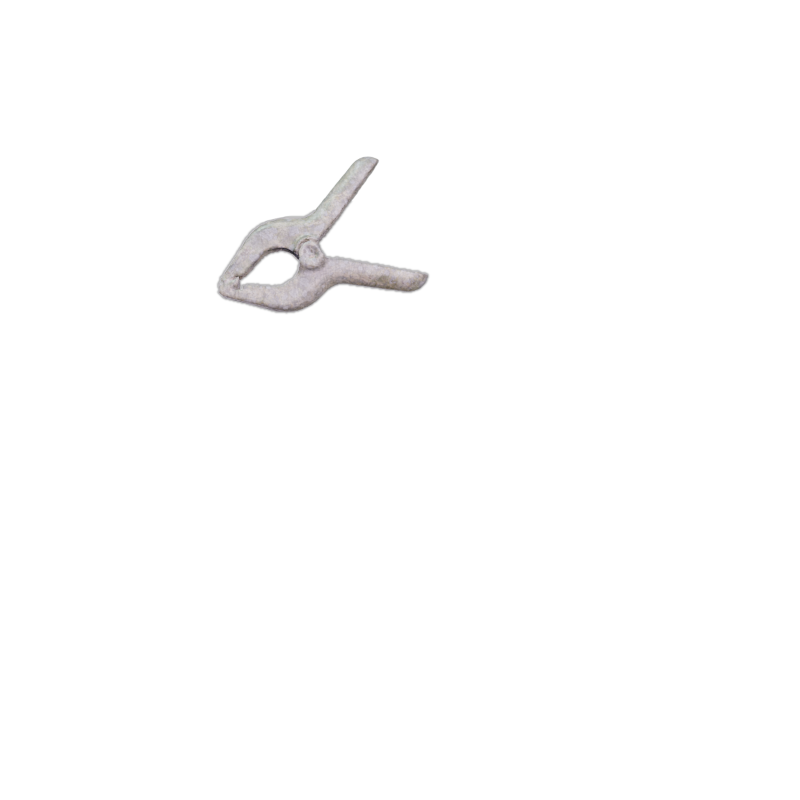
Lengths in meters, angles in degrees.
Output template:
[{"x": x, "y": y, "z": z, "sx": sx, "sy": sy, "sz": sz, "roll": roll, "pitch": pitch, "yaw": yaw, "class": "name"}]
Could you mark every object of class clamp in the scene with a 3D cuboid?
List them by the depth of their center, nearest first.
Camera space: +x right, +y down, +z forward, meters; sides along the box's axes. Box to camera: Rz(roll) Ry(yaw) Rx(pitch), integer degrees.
[{"x": -0.072, "y": -0.132, "z": 0.925, "sx": 0.171, "sy": 0.125, "sz": 0.038, "roll": -13, "pitch": -15, "yaw": -4, "class": "clamp"}]
